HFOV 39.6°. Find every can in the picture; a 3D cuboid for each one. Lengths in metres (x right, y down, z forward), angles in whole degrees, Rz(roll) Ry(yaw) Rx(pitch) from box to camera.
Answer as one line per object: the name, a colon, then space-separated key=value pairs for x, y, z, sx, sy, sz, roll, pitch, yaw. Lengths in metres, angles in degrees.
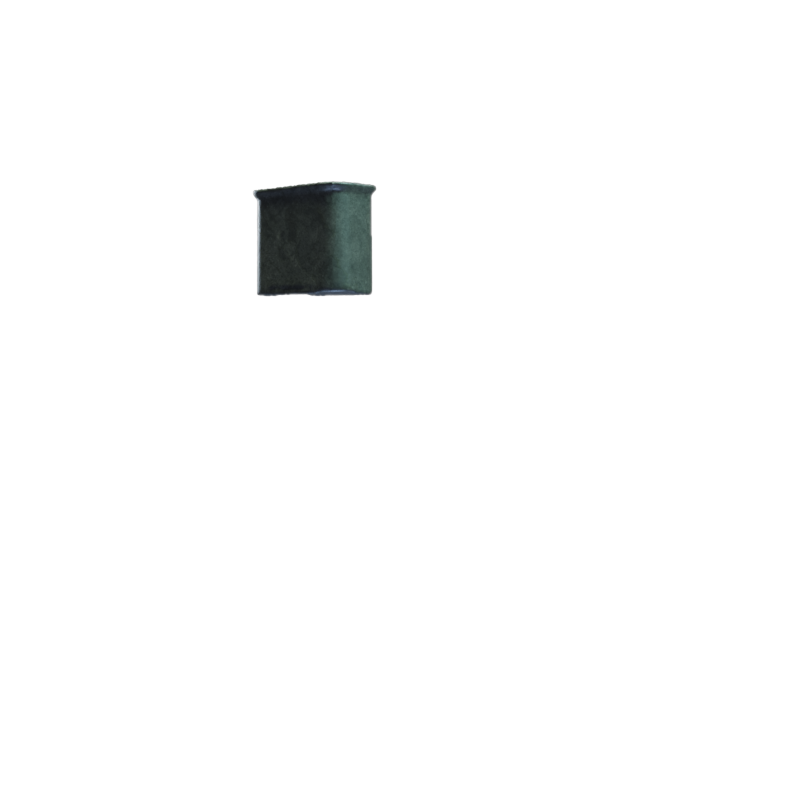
can: x=-0.068 y=-0.123 z=0.865 sx=0.106 sy=0.084 sz=0.055 roll=1 pitch=-1 yaw=43
